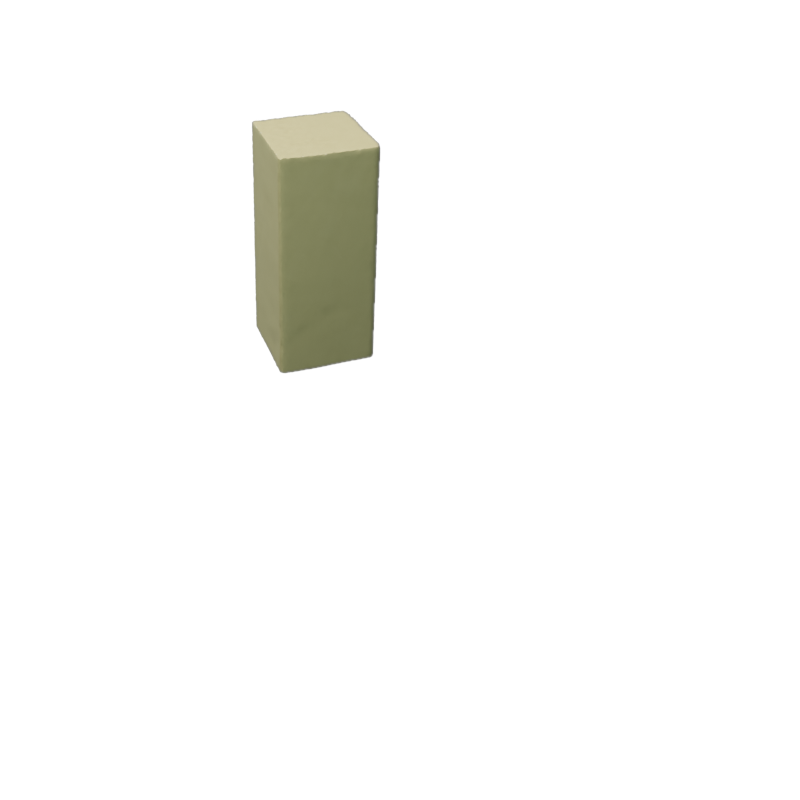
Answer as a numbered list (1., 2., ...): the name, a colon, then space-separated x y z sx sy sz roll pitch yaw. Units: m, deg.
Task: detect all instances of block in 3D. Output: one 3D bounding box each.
1. block: -0.076 -0.140 0.980 0.089 0.194 0.098 -9 31 -18
